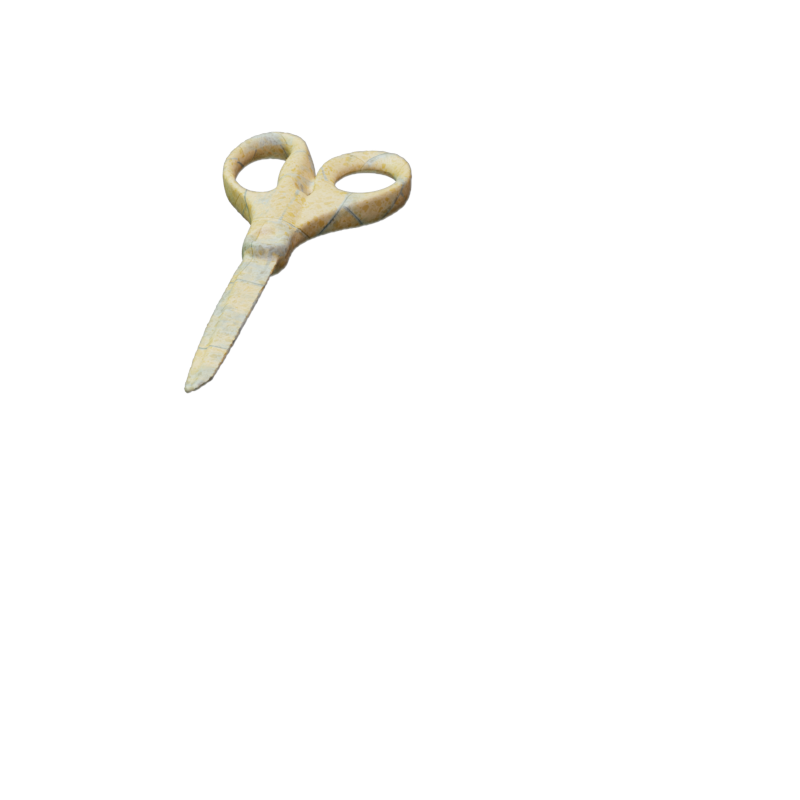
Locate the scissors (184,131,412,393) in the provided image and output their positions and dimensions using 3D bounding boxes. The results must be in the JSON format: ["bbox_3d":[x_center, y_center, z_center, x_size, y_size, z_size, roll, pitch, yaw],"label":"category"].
[{"bbox_3d":[-0.036,-0.066,0.459,0.096,0.015,0.216,-3,35,-5],"label":"scissors"}]
